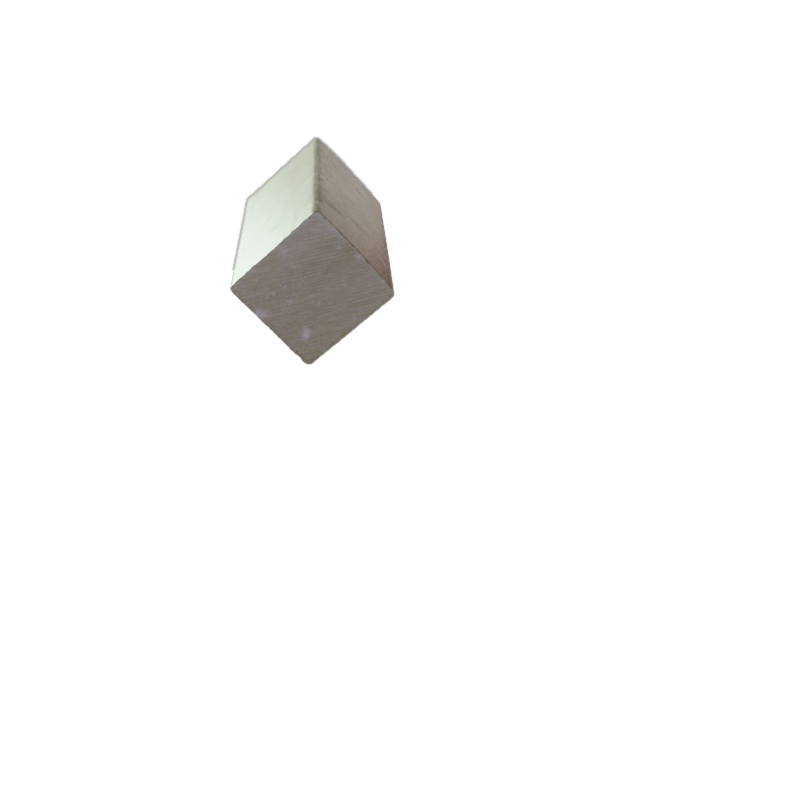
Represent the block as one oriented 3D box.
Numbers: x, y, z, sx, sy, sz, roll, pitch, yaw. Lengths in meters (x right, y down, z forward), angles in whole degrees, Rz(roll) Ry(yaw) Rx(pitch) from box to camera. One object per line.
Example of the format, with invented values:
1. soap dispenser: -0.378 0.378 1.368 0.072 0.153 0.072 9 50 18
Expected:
1. block: -0.070 -0.129 0.905 0.090 0.086 0.217 -39 22 15
